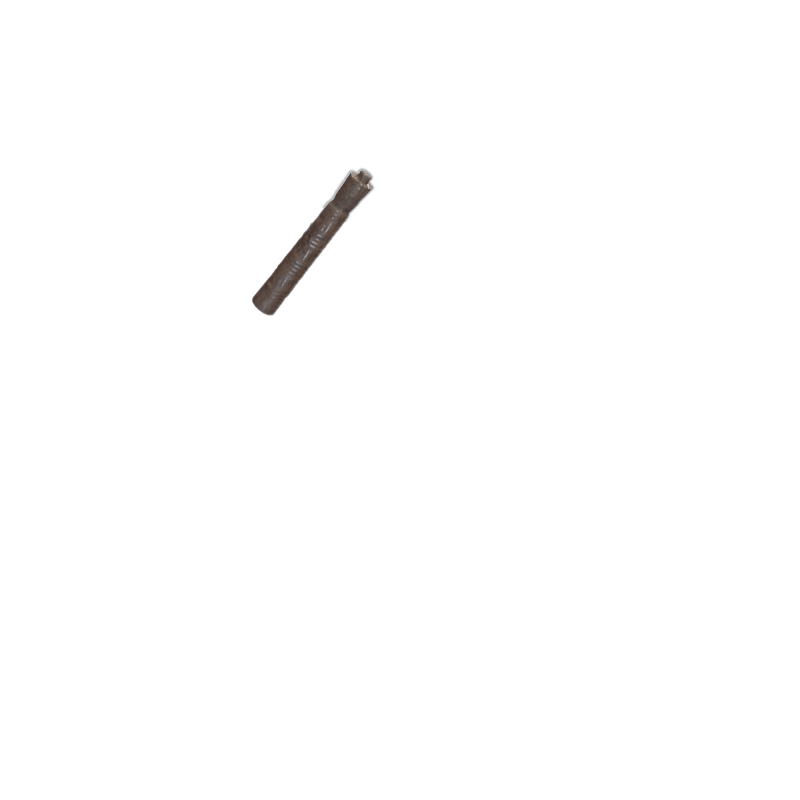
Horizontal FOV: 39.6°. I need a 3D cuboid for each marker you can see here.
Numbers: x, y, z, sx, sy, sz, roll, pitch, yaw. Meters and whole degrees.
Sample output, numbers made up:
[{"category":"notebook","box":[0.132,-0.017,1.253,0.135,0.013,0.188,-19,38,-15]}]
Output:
[{"category":"marker","box":[-0.059,-0.107,0.750,0.019,0.119,0.021,35,19,-18]}]
